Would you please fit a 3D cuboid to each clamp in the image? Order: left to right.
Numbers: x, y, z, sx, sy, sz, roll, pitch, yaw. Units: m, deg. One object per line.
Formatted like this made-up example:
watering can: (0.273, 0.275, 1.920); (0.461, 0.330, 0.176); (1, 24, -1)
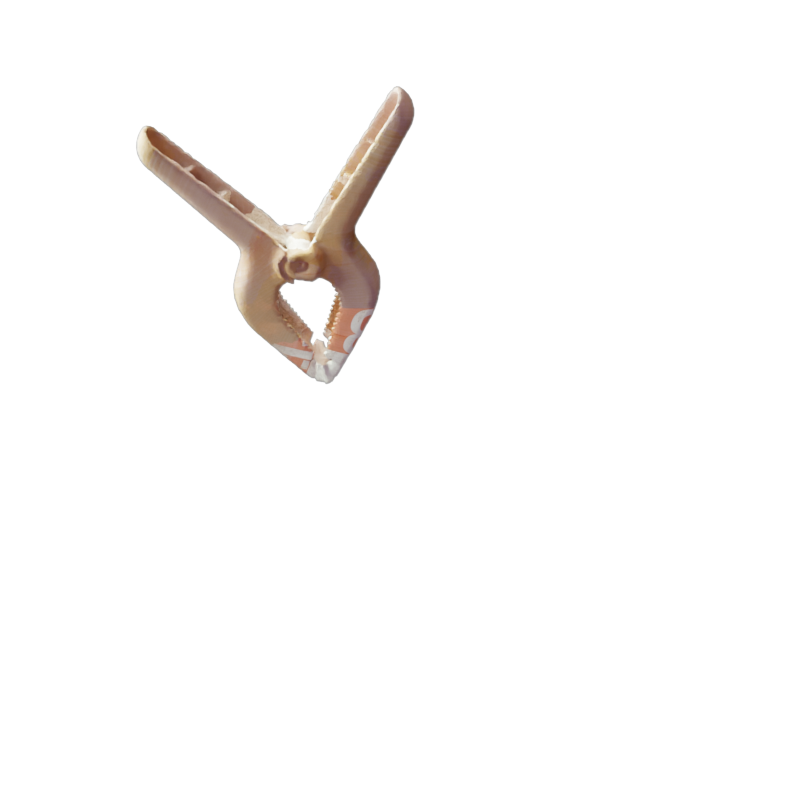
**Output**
clamp: (-0.055, -0.099, 0.697); (0.165, 0.195, 0.039); (-12, 36, 9)
